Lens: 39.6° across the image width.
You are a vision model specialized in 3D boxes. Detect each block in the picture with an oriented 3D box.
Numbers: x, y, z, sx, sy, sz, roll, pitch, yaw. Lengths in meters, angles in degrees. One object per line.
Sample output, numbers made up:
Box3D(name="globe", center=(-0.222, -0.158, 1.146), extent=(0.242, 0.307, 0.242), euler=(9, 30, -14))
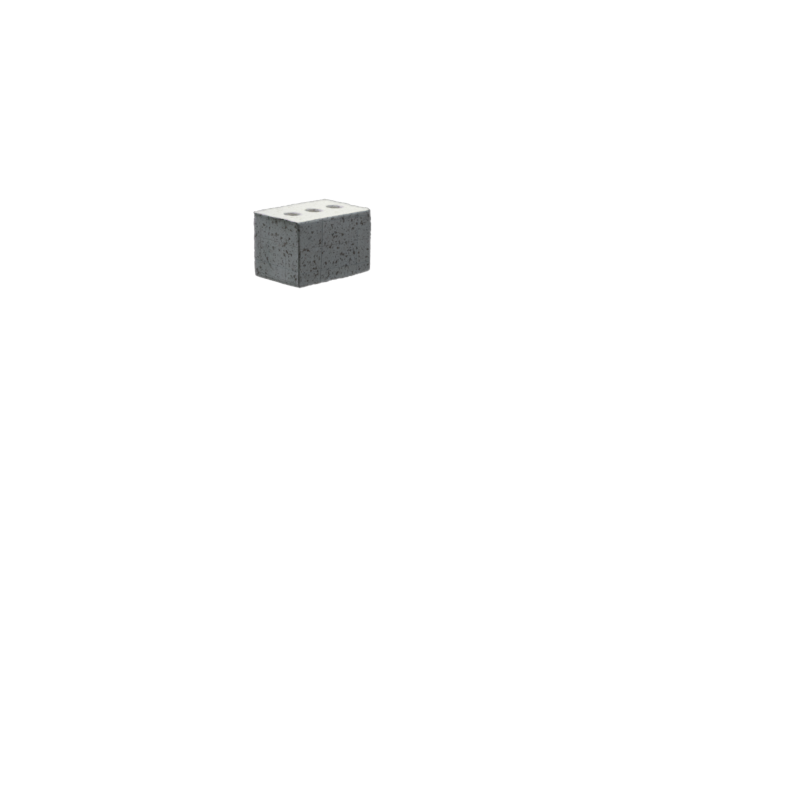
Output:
Box3D(name="block", center=(-0.066, -0.121, 0.849), extent=(0.056, 0.049, 0.076), euler=(16, 24, 41))
